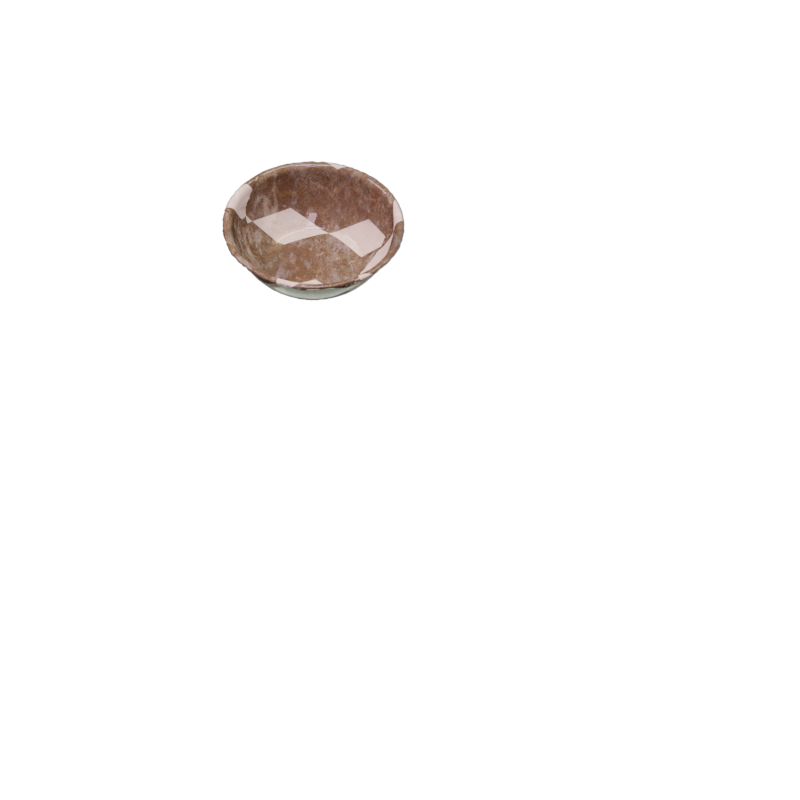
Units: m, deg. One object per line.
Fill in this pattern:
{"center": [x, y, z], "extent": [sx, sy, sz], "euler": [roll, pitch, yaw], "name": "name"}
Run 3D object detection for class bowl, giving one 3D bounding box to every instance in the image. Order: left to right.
{"center": [-0.078, -0.142, 0.998], "extent": [0.162, 0.174, 0.051], "euler": [-1, -41, -1], "name": "bowl"}
